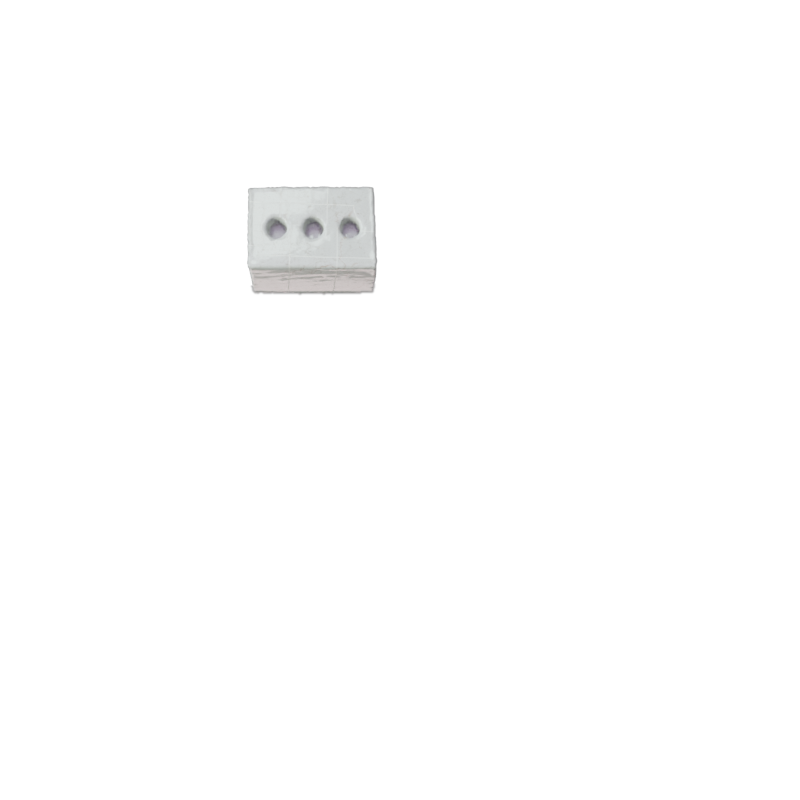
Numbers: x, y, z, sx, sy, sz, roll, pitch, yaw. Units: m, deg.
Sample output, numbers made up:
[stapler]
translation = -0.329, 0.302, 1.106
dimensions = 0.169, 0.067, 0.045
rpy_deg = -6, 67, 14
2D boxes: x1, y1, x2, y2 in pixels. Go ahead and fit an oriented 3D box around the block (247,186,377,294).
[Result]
[block]
translation = -0.053, -0.097, 0.678
dimensions = 0.078, 0.055, 0.049
rpy_deg = -1, -17, -2
